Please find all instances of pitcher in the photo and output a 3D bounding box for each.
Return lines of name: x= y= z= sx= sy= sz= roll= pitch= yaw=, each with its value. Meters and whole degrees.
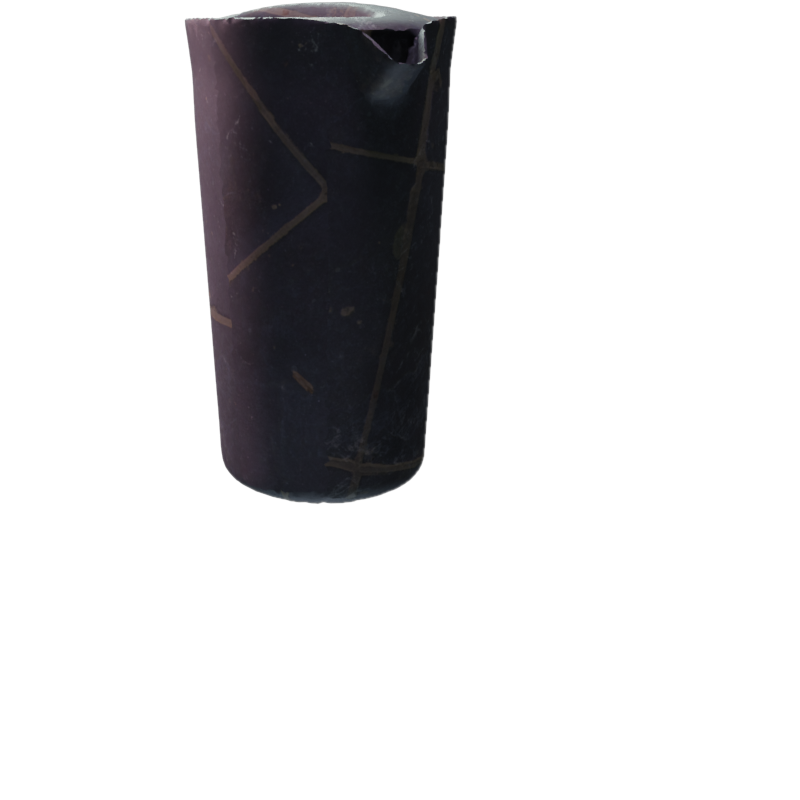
pitcher: x=-0.045 y=-0.082 z=0.576 sx=0.148 sy=0.236 sz=0.151 roll=4 pitch=14 yaw=13
